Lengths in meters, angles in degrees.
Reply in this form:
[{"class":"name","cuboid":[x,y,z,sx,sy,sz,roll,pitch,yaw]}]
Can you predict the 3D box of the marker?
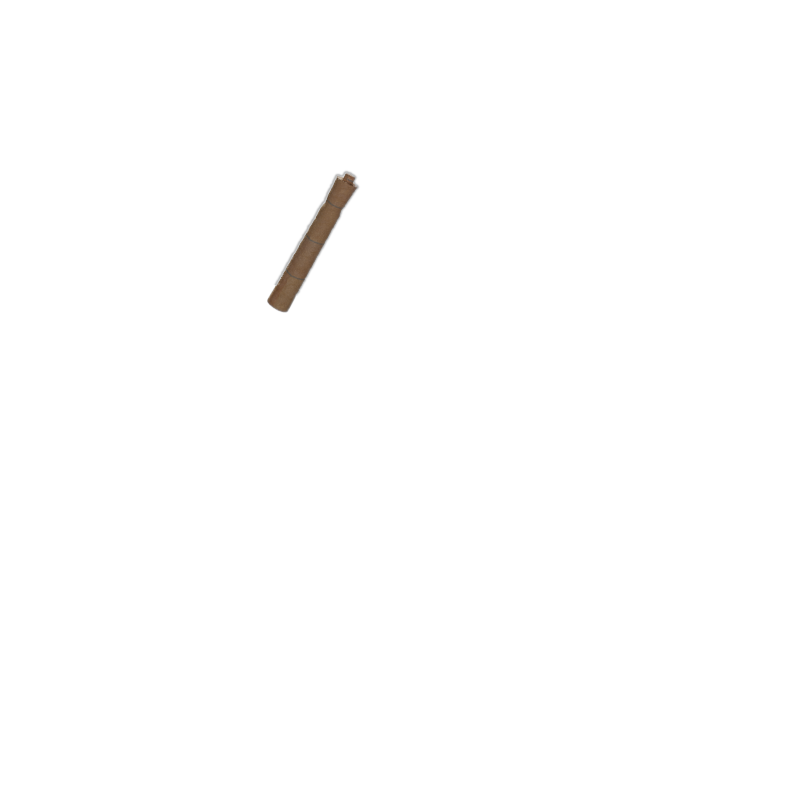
[{"class":"marker","cuboid":[-0.068,-0.123,0.864,0.019,0.119,0.021,28,14,-11]}]
